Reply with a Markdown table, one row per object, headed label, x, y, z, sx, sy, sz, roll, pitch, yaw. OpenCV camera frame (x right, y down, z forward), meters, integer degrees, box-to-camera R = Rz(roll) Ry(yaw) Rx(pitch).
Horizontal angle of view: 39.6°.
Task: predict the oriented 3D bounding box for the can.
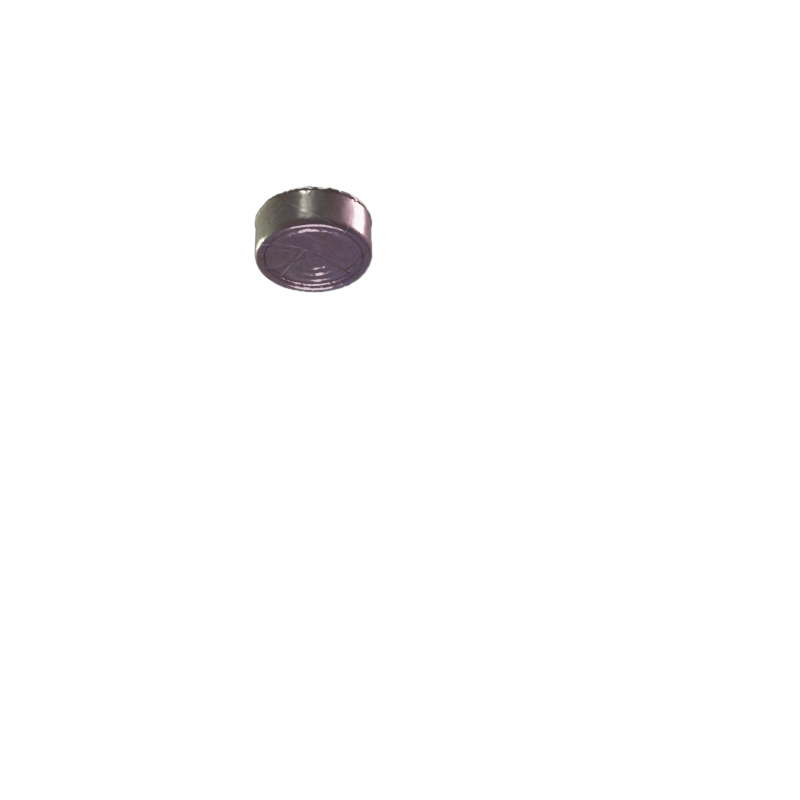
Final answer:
| label | x | y | z | sx | sy | sz | roll | pitch | yaw |
| --- | --- | --- | --- | --- | --- | --- | --- | --- | --- |
| can | -0.063 | -0.114 | 0.799 | 0.086 | 0.036 | 0.080 | 1 | -32 | -2 |
